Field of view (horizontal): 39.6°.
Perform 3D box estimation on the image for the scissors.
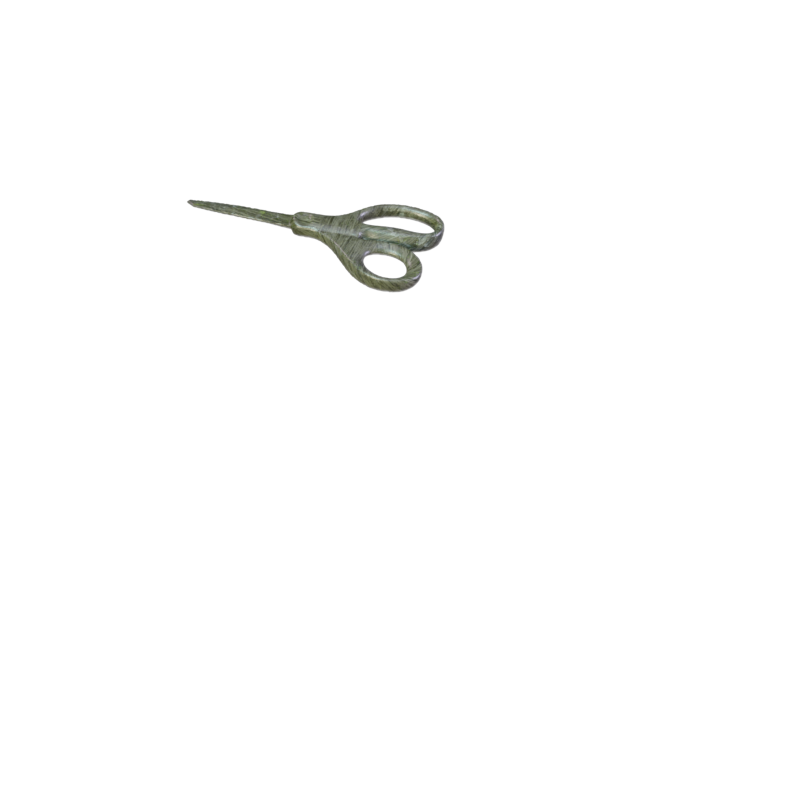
[{"bbox_3d":[-0.066,-0.121,0.848,0.202,0.103,0.015,0,-43,0],"label":"scissors"}]
